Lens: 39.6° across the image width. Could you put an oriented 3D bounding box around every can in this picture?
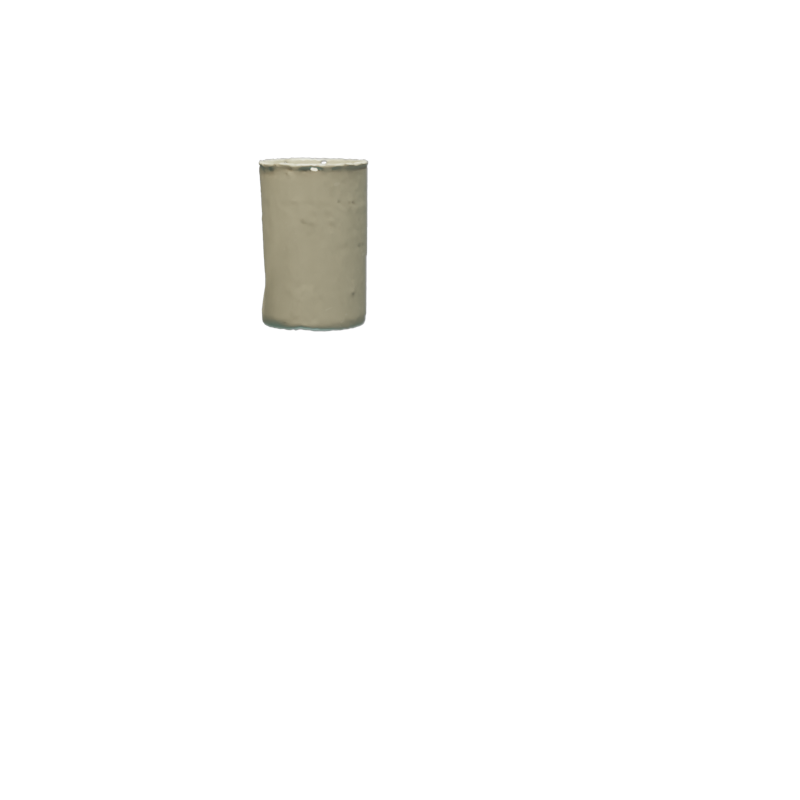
[{"bbox_3d":[-0.054,-0.099,0.693,0.068,0.100,0.070,0,10,-2],"label":"can"}]
